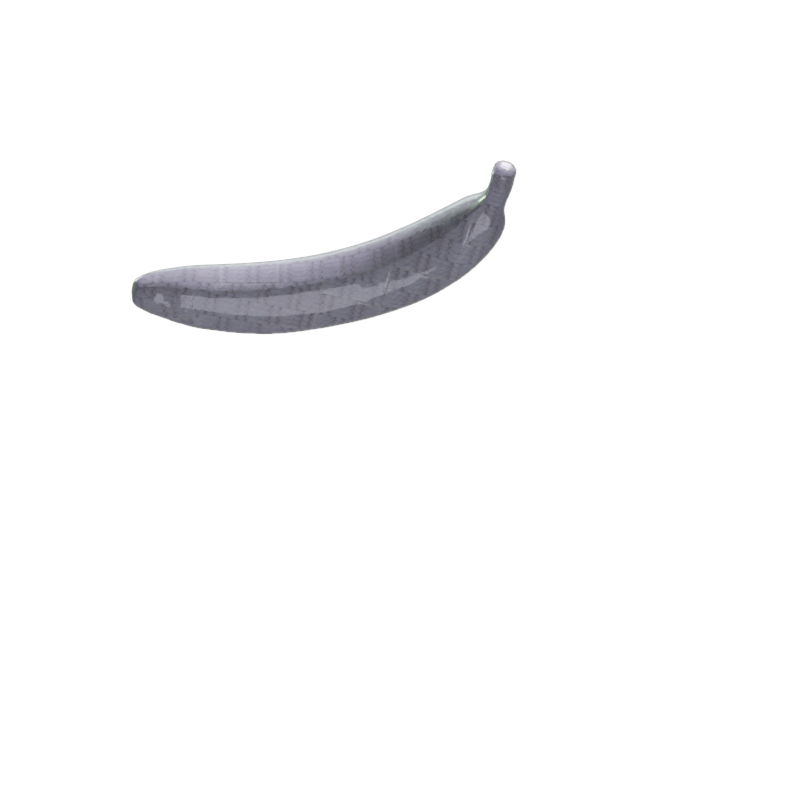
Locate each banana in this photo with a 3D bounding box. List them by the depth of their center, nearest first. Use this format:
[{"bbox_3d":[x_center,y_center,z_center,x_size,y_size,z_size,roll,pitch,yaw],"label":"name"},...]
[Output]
[{"bbox_3d":[-0.031,-0.066,0.543,0.199,0.039,0.064,-17,-49,15],"label":"banana"}]
